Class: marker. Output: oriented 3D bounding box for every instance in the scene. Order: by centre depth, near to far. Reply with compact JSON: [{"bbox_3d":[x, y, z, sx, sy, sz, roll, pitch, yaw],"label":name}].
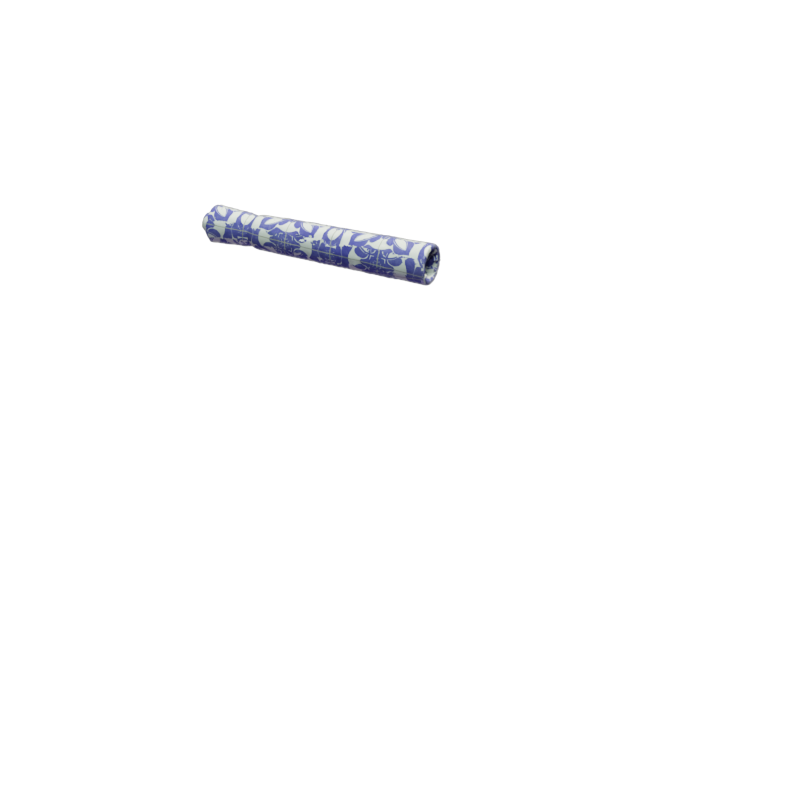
[{"bbox_3d":[-0.040,-0.073,0.513,0.126,0.019,0.019,15,10,28],"label":"marker"}]
